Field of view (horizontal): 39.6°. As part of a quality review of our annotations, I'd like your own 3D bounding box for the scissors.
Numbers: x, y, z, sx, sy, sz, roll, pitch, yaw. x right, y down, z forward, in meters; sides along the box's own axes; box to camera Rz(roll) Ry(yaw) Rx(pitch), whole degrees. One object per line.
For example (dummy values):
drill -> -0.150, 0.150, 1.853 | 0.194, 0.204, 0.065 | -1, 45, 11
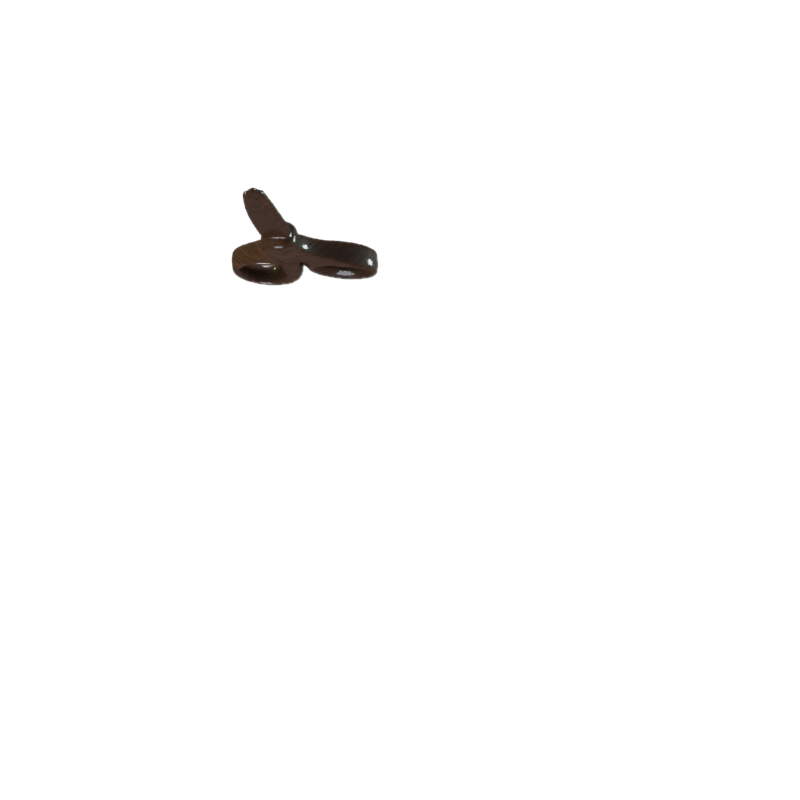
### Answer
scissors -> -0.047, -0.086, 0.602 | 0.095, 0.016, 0.201 | 1, -4, -13
